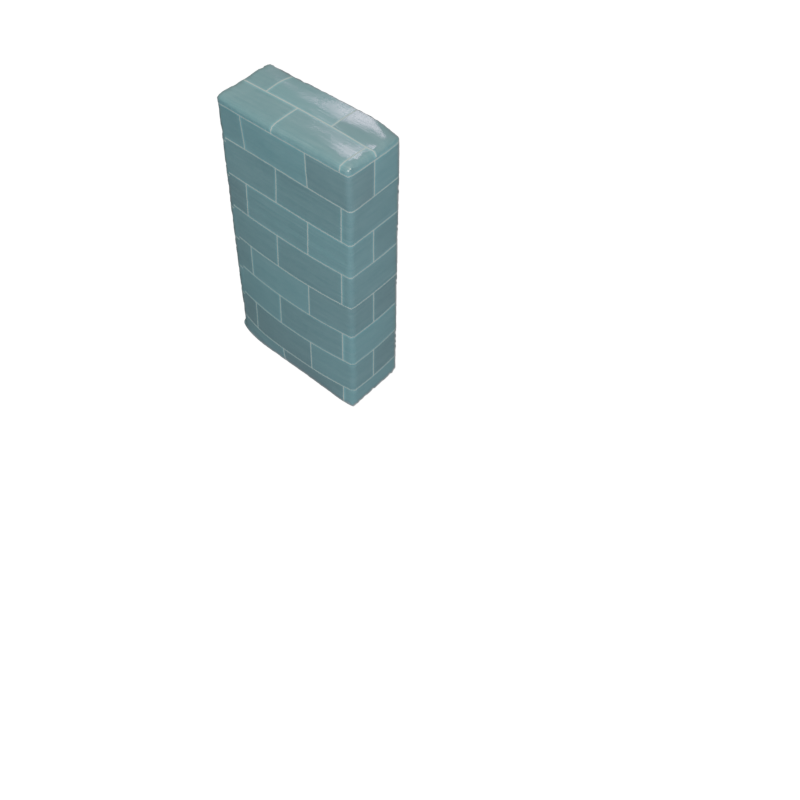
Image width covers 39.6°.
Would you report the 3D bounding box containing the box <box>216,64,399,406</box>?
[{"bbox_3d":[-0.047,-0.086,0.601,0.099,0.164,0.048,35,54,27],"label":"box"}]
